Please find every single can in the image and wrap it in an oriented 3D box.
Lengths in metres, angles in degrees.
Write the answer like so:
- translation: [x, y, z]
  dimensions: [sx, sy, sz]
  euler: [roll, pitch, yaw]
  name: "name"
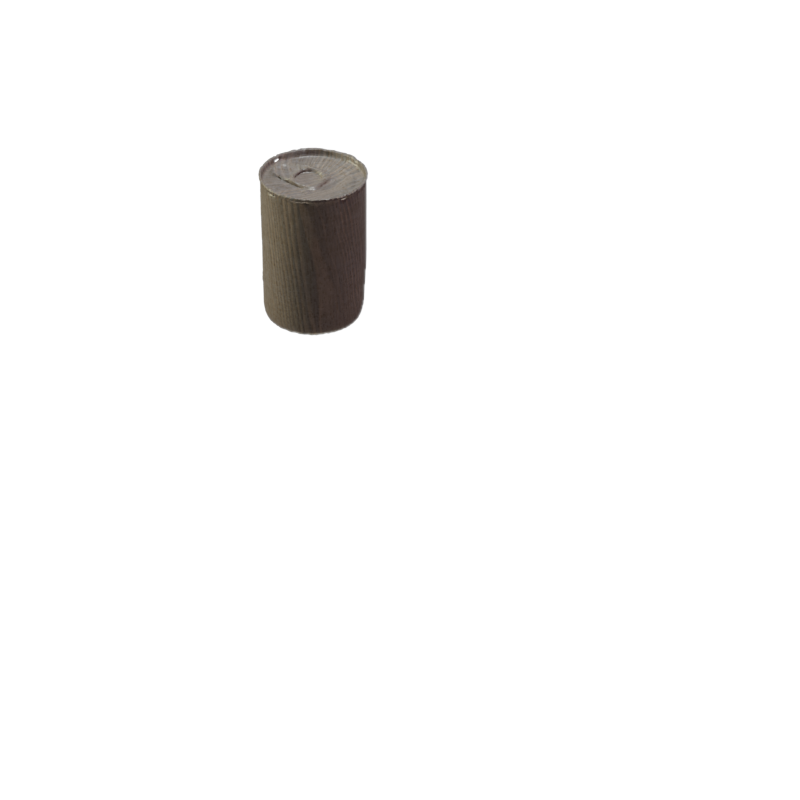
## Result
- translation: [-0.056, -0.102, 0.713]
  dimensions: [0.068, 0.096, 0.073]
  euler: [0, 36, -3]
  name: "can"
